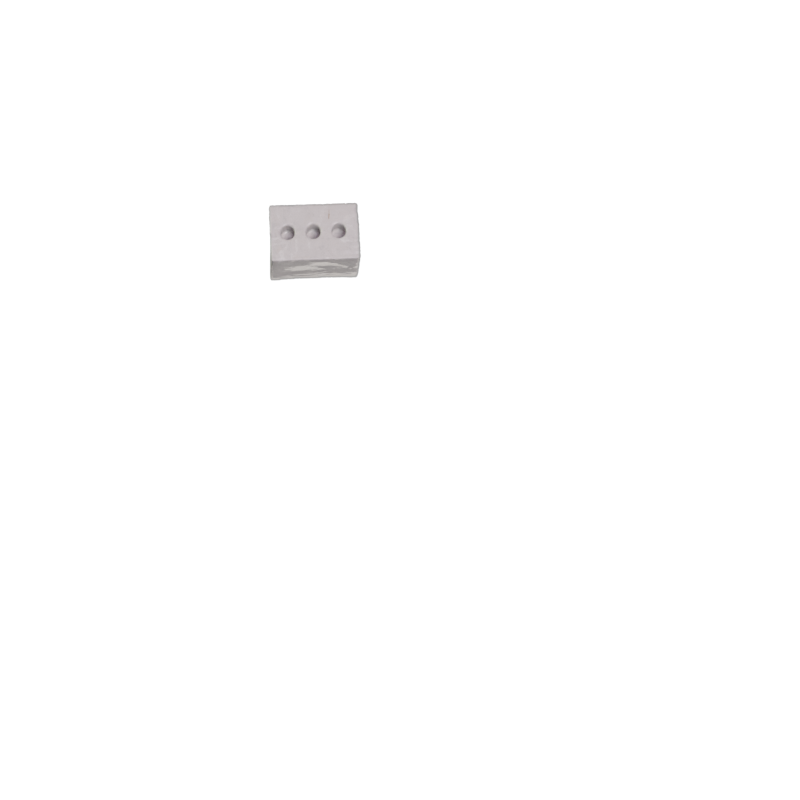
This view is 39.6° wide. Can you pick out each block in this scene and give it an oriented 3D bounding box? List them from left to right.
[{"bbox_3d":[-0.075,-0.137,0.960,0.078,0.055,0.049,-3,-17,-2],"label":"block"}]
